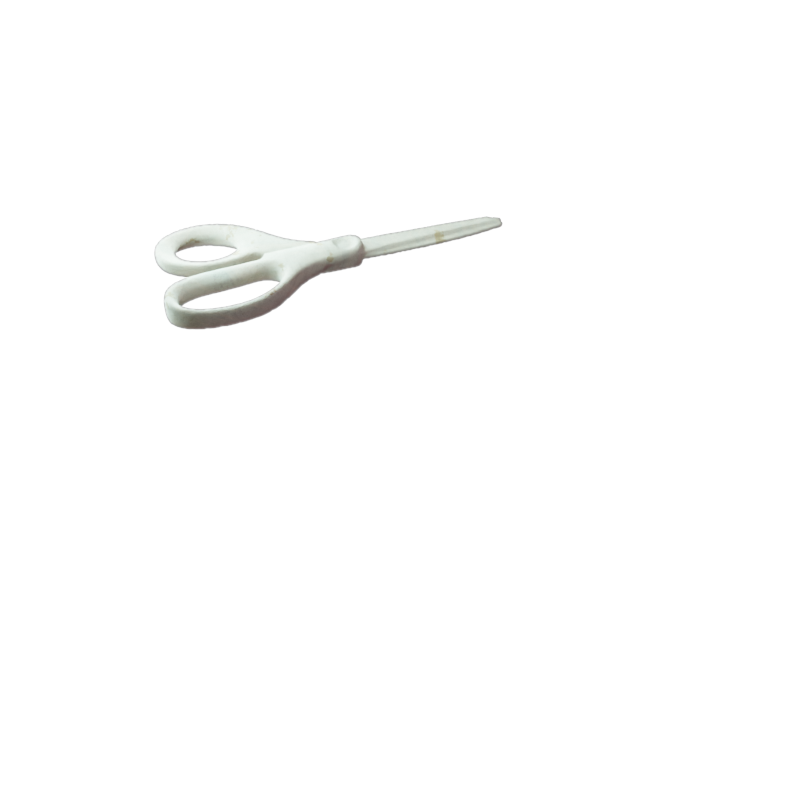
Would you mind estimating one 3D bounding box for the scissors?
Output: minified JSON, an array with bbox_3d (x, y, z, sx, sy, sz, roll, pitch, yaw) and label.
[{"bbox_3d":[-0.049,-0.089,0.620,0.200,0.015,0.103,-25,43,-30],"label":"scissors"}]
